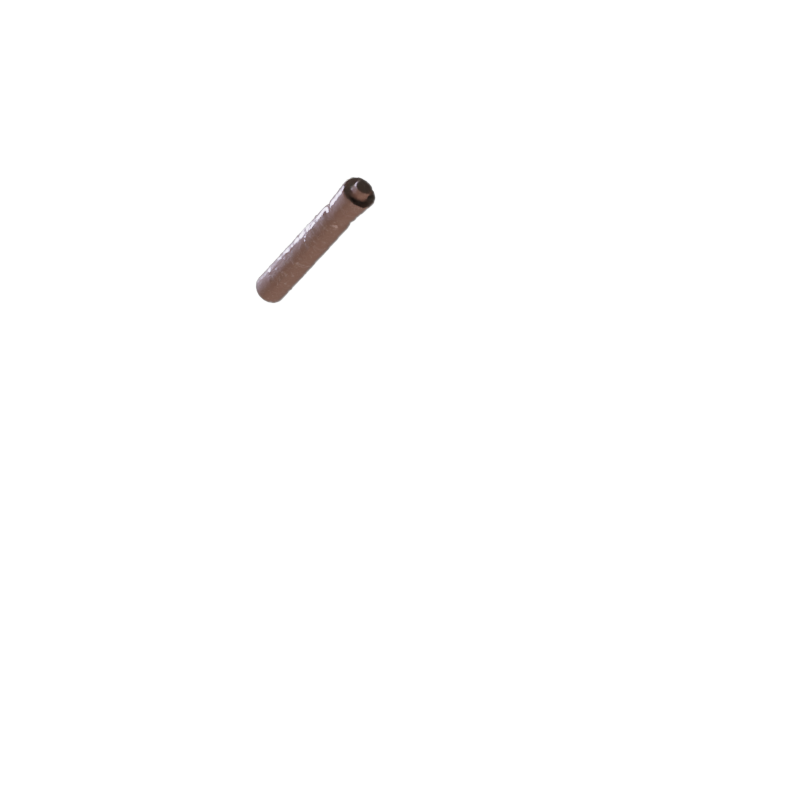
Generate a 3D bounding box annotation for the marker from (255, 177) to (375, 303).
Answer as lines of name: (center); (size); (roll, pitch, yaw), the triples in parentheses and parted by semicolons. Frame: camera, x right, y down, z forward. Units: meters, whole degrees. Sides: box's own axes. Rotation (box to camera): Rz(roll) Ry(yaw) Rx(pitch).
marker: (-0.048, -0.087, 0.612); (0.019, 0.021, 0.119); (-2, -21, -33)
